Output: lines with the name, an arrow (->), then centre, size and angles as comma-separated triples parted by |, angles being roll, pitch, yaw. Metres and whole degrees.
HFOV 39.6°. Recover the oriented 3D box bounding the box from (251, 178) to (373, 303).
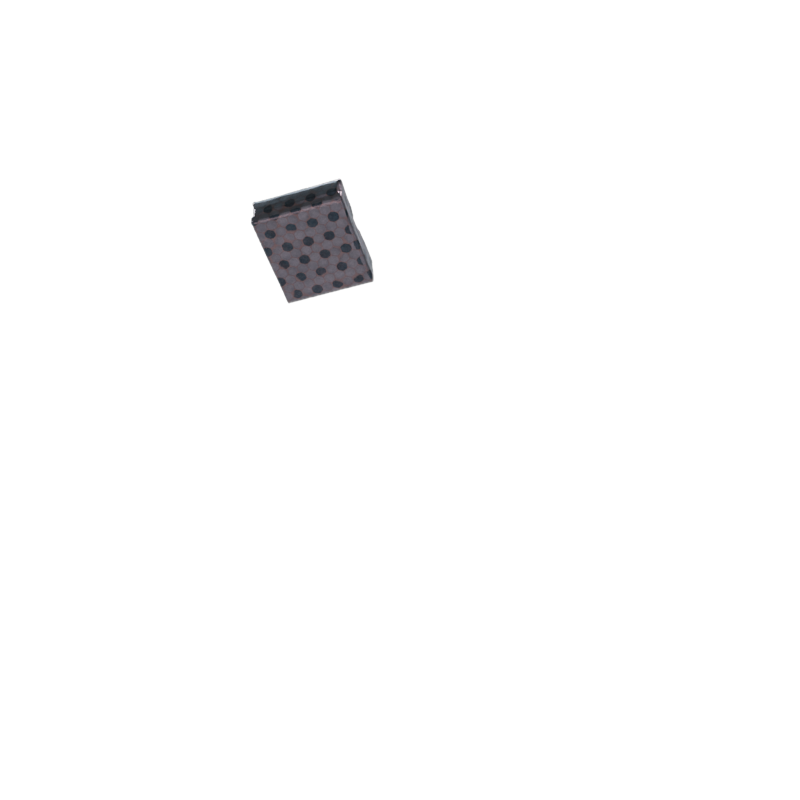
box -> -0.068, -0.124, 0.871 | 0.074, 0.083, 0.032 | -14, 38, 11
